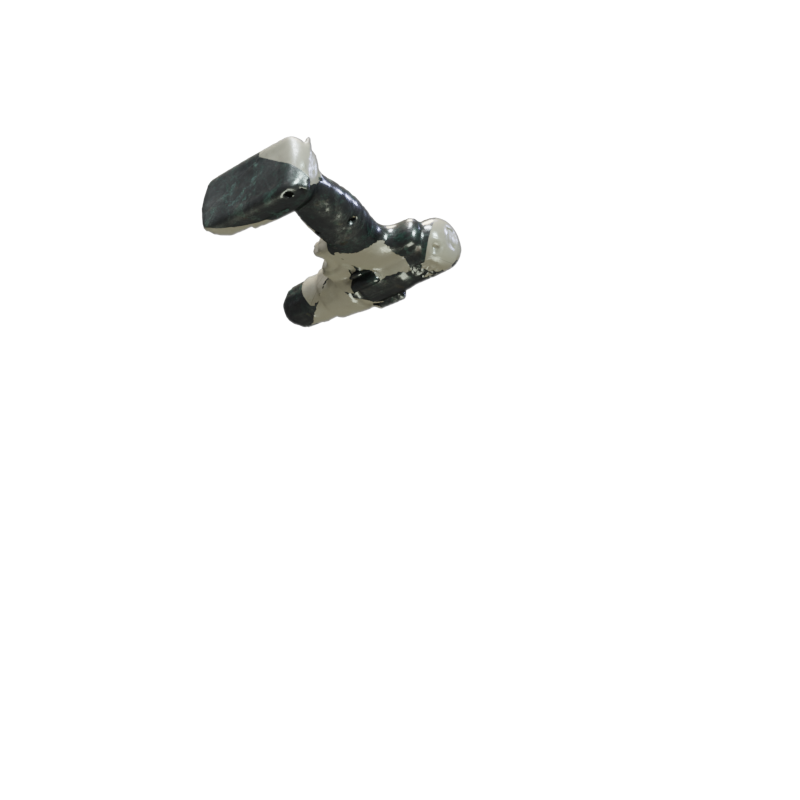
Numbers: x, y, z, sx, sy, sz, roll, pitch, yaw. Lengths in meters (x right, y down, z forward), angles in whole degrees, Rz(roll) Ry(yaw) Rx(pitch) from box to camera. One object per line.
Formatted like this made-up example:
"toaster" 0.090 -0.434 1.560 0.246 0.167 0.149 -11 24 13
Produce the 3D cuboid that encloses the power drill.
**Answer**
"power drill" -0.072 -0.131 0.916 0.185 0.061 0.175 -23 -37 34
